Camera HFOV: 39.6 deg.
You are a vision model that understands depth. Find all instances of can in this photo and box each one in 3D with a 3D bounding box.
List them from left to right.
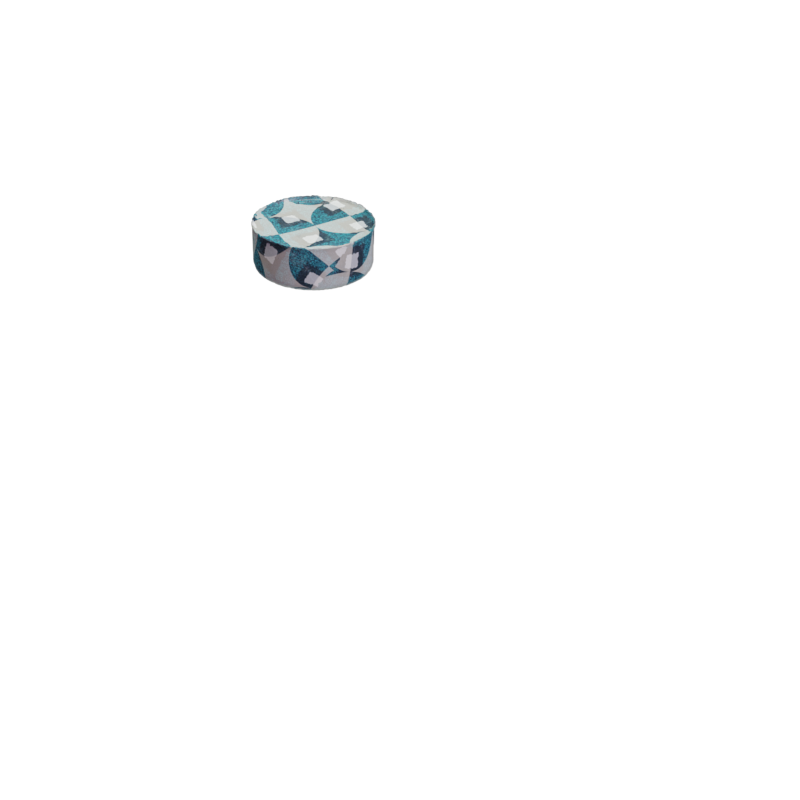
[{"bbox_3d":[-0.060,-0.110,0.772,0.086,0.032,0.091,-1,32,-2],"label":"can"}]
